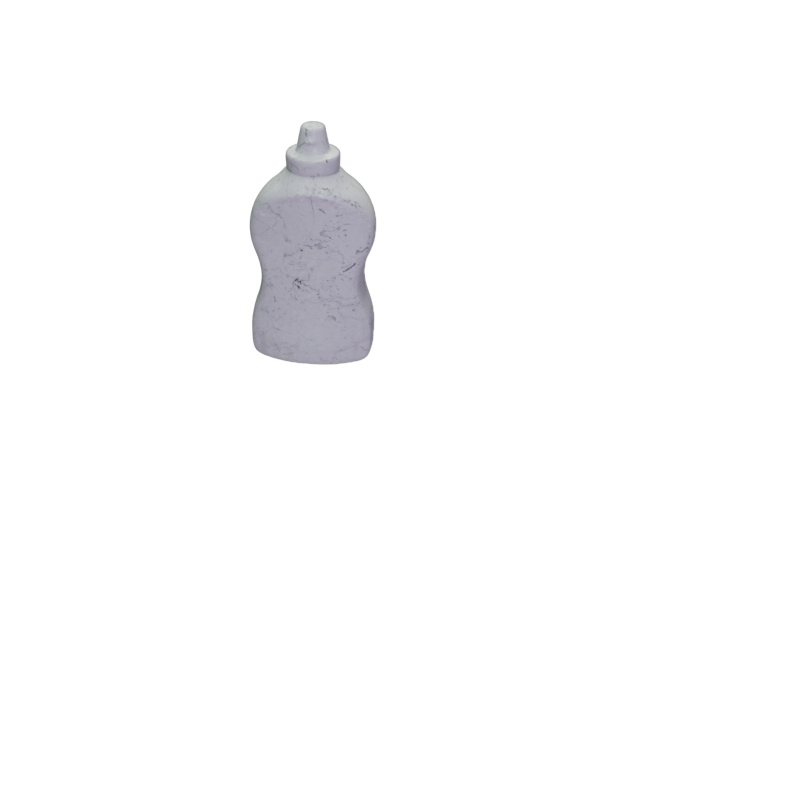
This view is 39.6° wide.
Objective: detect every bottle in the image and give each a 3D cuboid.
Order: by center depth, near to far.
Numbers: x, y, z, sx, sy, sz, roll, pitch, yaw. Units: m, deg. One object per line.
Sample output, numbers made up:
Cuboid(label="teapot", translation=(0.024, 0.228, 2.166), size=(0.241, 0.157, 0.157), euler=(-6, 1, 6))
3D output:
Cuboid(label="bottle", translation=(-0.067, -0.122, 0.854), size=(0.097, 0.181, 0.061), euler=(6, 28, 7))
